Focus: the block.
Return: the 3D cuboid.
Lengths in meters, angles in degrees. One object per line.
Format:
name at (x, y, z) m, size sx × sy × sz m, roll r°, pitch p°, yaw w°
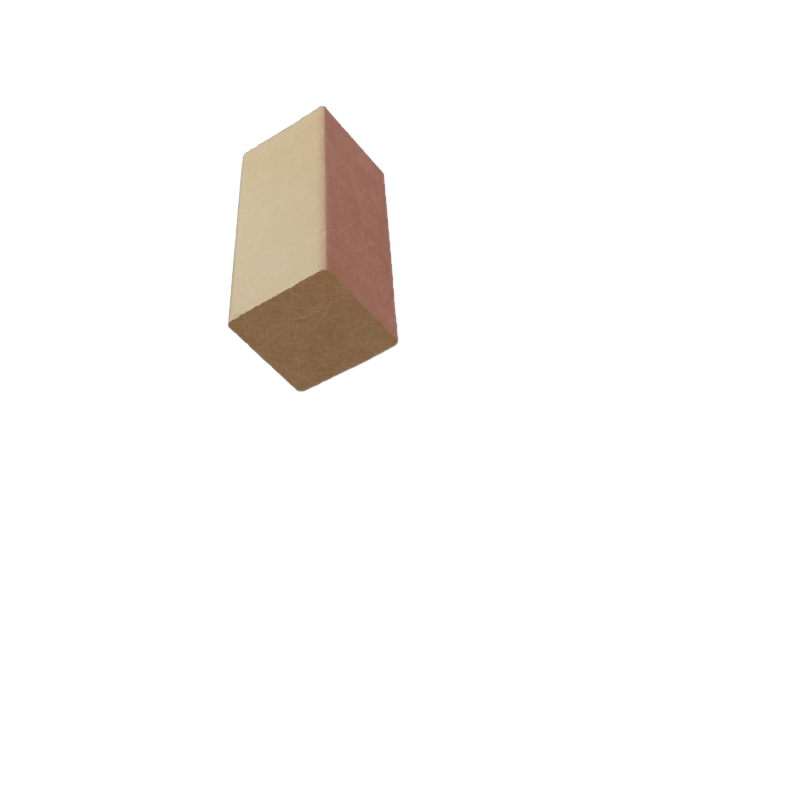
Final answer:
block at (-0.068, -0.122, 0.858) m, size 0.090 × 0.221 × 0.084 m, roll -28°, pitch -51°, yaw 21°
